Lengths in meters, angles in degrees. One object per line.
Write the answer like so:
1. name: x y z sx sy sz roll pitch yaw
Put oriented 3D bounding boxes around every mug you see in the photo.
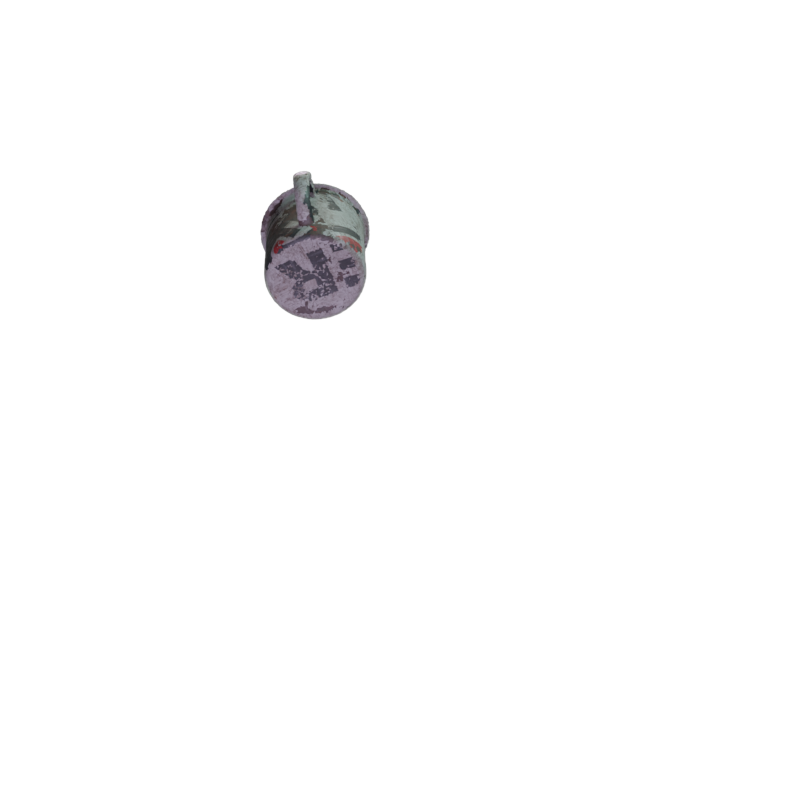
1. mug: -0.071 -0.129 0.904 0.093 0.110 0.087 -6 31 1
